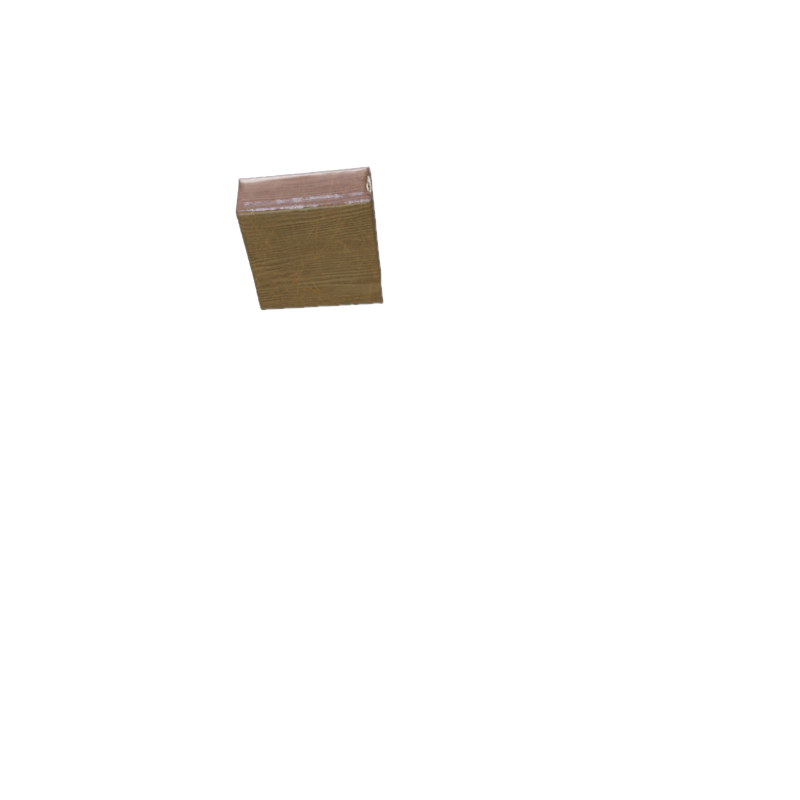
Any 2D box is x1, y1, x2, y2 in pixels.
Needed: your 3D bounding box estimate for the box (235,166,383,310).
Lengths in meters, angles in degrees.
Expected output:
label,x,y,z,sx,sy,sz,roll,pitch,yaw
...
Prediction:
label,x,y,z,sx,sy,sz,roll,pitch,yaw
box,-0.049,-0.089,0.625,0.073,0.032,0.083,-4,-37,4
